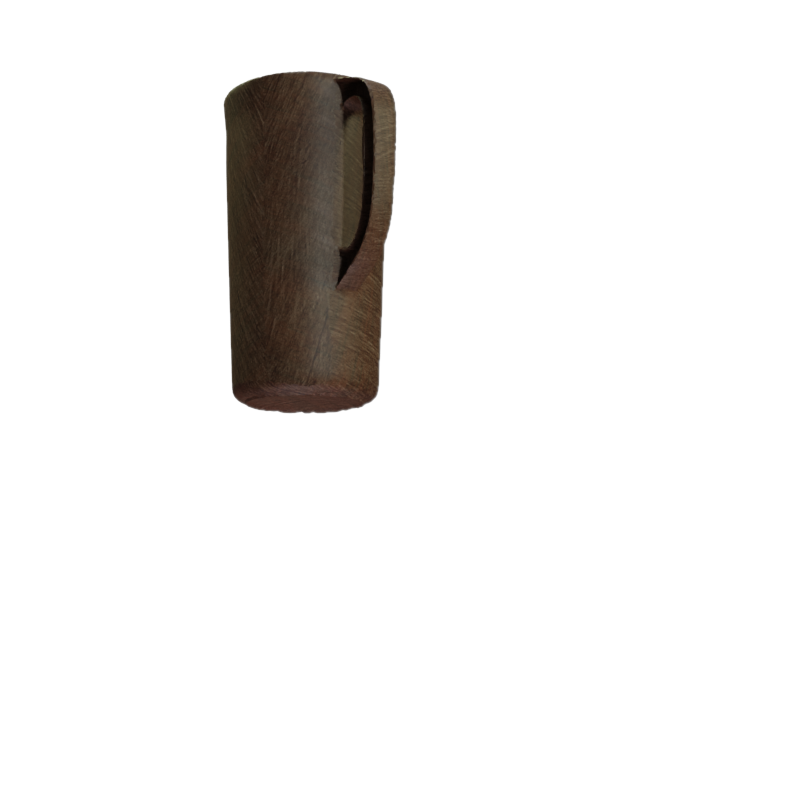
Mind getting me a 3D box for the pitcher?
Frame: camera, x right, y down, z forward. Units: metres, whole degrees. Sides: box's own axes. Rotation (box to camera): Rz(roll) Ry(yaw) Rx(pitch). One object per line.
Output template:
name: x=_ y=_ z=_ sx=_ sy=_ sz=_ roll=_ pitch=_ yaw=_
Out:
pitcher: x=-0.065 y=-0.119 z=0.835 sx=0.147 sy=0.252 sz=0.142 roll=-3 pitch=-15 yaw=9
